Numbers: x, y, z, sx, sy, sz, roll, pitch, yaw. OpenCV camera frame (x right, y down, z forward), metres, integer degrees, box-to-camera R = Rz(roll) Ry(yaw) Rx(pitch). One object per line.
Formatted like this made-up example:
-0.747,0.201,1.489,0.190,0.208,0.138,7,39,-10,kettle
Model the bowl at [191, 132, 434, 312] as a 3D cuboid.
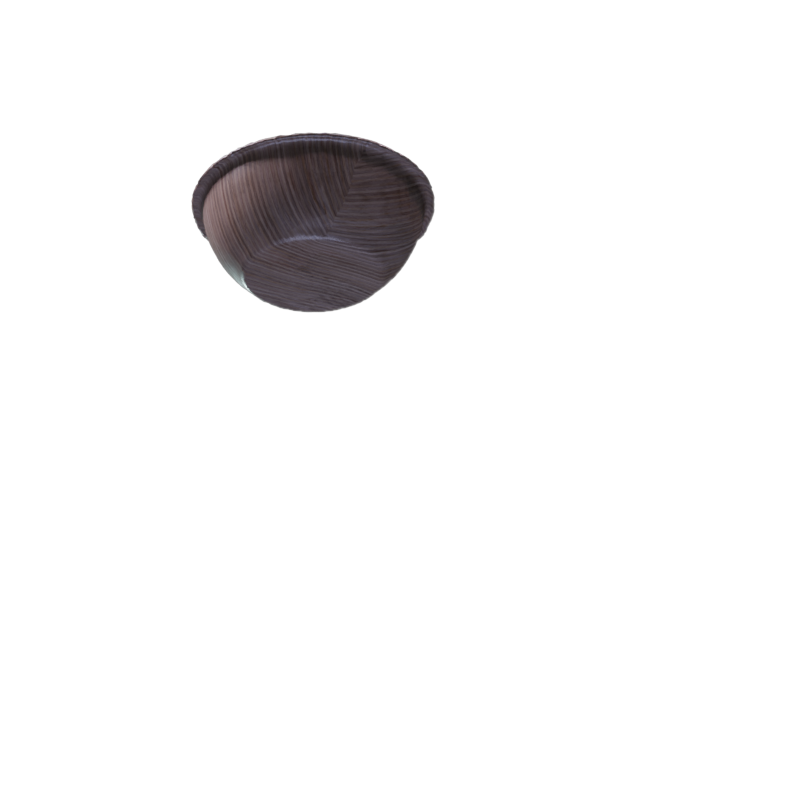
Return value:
-0.057,-0.103,0.722,0.162,0.059,0.152,1,-28,-2,bowl
